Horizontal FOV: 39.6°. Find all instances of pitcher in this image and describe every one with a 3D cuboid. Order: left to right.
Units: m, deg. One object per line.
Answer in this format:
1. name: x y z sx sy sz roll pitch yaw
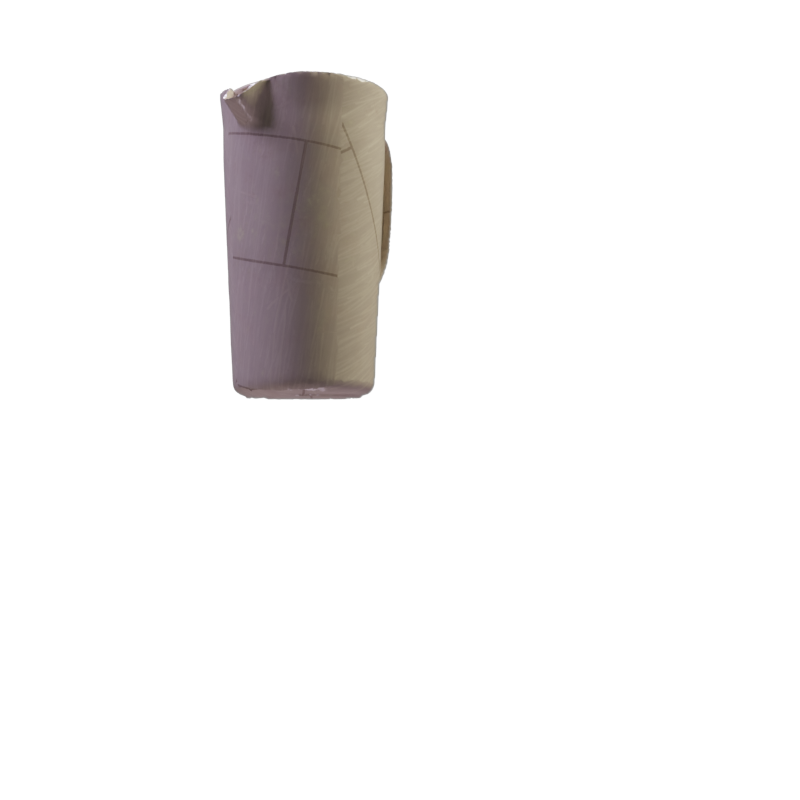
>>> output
1. pitcher: -0.068 -0.124 0.867 0.148 0.248 0.144 1 -8 -9
